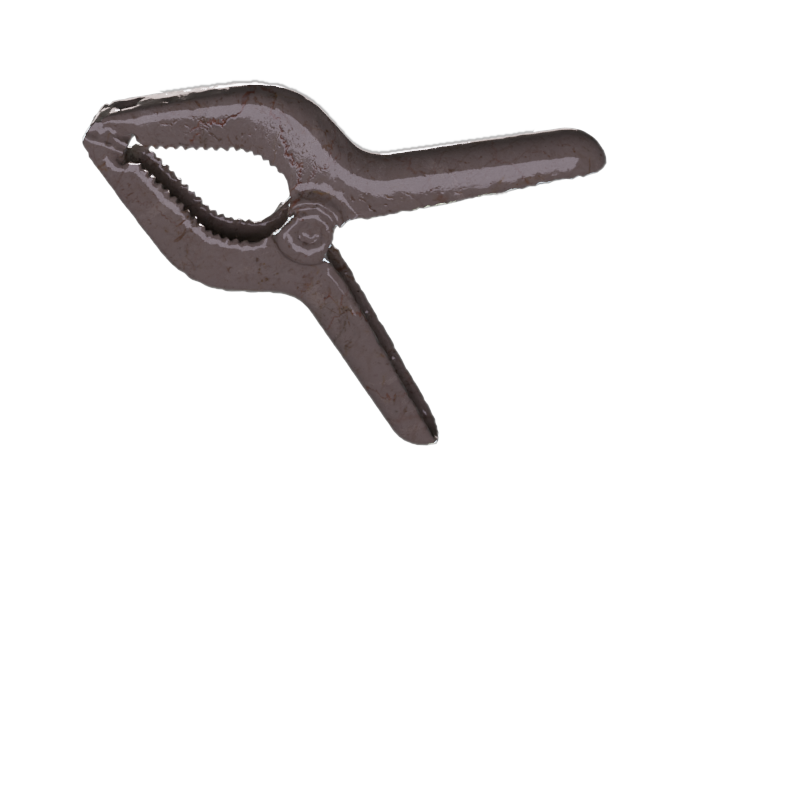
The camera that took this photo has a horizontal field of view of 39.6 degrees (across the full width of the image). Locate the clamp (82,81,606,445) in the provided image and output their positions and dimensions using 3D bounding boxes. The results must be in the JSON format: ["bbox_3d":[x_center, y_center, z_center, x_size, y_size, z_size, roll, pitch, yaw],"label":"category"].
[{"bbox_3d":[-0.038,-0.069,0.482,0.207,0.158,0.038,17,23,-8],"label":"clamp"}]
